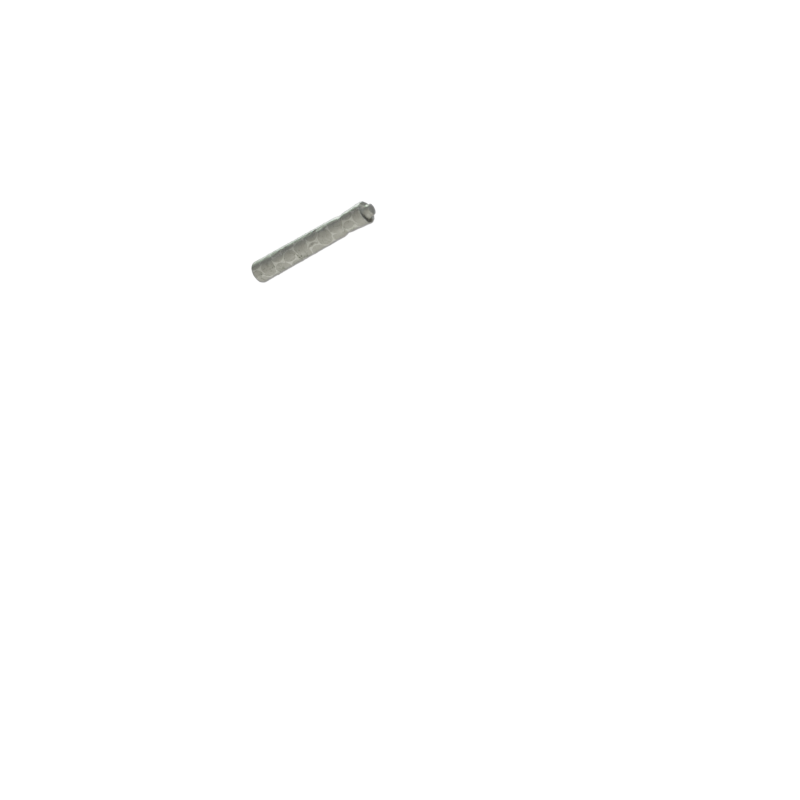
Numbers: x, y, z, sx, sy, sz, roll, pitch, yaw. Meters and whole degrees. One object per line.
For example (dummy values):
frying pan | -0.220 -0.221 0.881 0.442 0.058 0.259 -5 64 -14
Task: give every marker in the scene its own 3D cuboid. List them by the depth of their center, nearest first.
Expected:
marker | -0.068 -0.124 0.867 0.121 0.020 0.019 -24 -10 33
